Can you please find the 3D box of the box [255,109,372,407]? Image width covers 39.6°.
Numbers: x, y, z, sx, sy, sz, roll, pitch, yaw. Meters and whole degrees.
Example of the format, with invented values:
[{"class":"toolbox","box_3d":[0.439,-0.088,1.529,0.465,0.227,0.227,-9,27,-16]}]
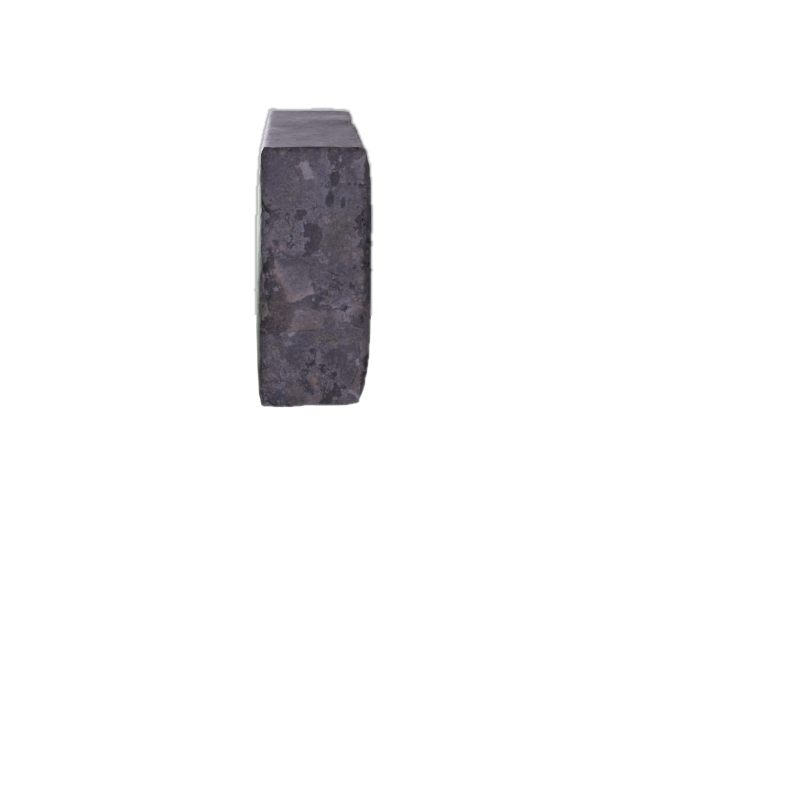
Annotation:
[{"class":"box","box_3d":[-0.060,-0.109,0.767,0.072,0.159,0.222,0,18,-4]}]
